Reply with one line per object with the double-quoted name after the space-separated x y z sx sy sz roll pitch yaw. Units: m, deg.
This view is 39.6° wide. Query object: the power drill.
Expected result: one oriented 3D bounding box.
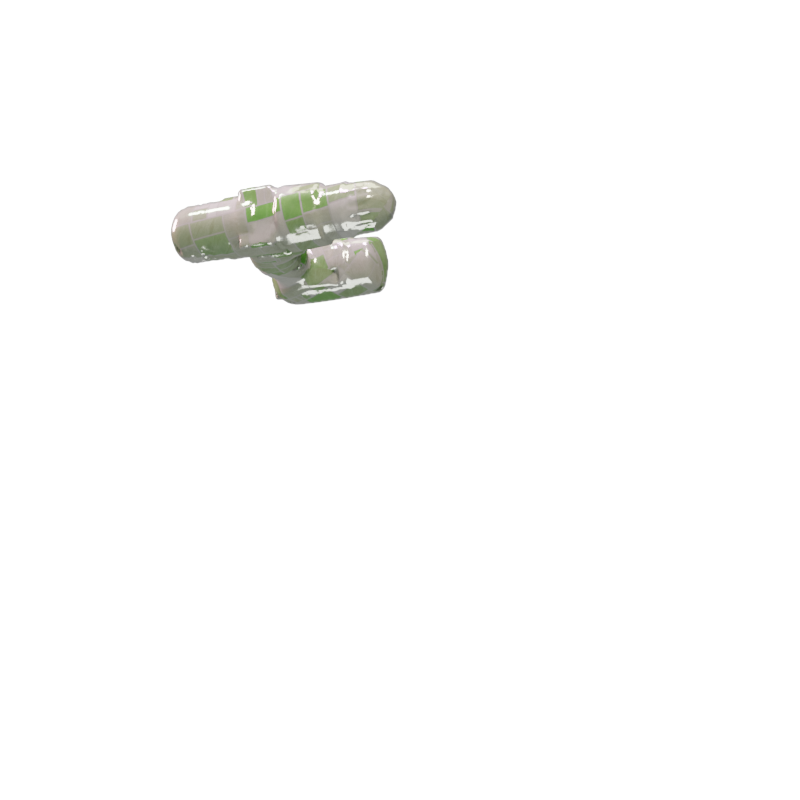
-0.073 -0.132 0.927 0.188 0.059 0.178 -4 -11 19 "power drill"
